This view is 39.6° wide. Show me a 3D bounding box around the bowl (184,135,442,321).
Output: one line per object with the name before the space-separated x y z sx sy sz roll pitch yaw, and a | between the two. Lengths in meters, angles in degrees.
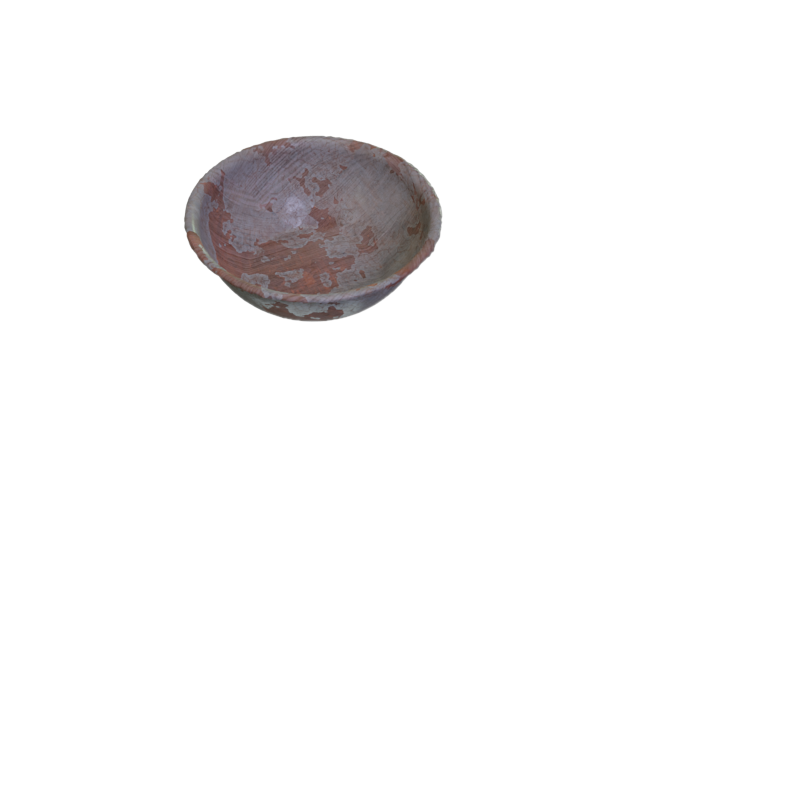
bowl | -0.056 -0.102 0.711 0.162 0.174 0.051 -1 -44 -1
